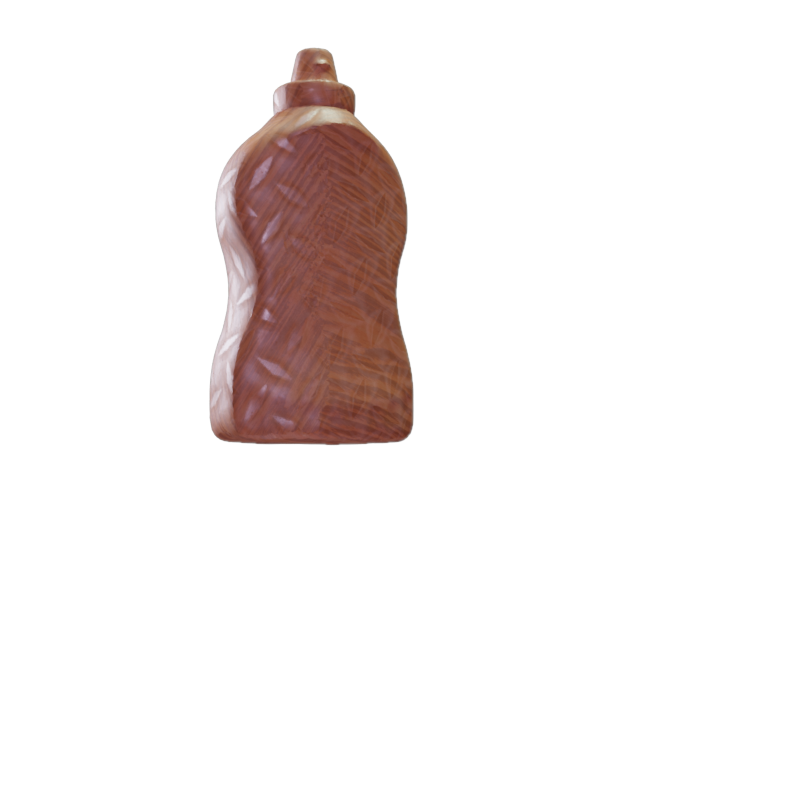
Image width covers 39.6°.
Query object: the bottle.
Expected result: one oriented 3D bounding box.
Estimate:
[{"bbox_3d":[-0.042,-0.076,0.534,0.093,0.197,0.059,4,-12,-27],"label":"bottle"}]
